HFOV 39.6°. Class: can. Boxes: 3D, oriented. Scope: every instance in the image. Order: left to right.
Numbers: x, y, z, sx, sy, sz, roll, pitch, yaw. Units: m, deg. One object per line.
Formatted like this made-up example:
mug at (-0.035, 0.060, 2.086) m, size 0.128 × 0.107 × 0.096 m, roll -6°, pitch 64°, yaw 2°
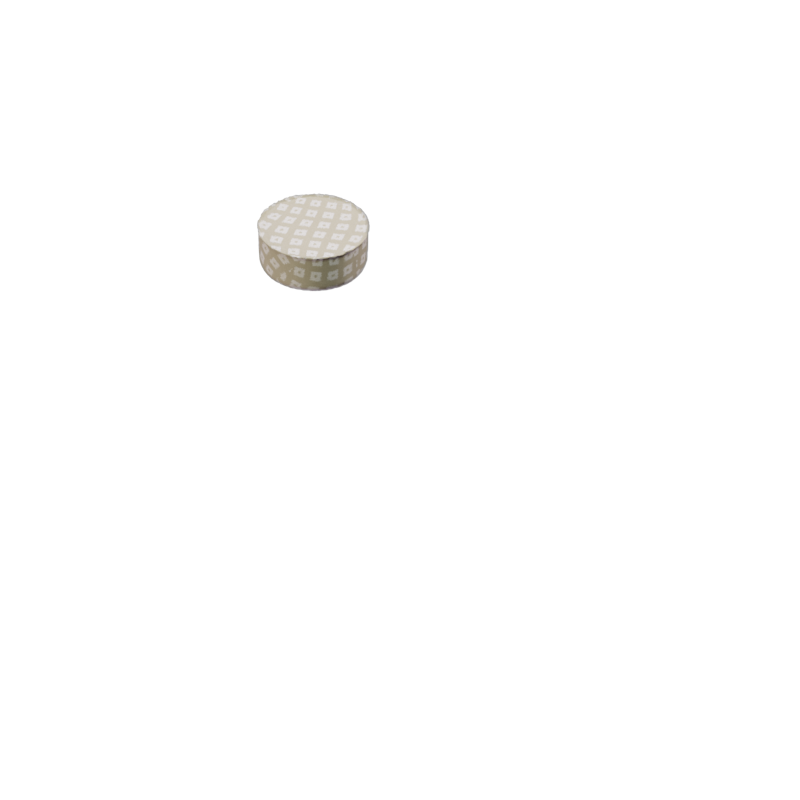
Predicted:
can at (-0.067, -0.122, 0.853) m, size 0.086 × 0.031 × 0.092 m, roll -1°, pitch 41°, yaw -2°
